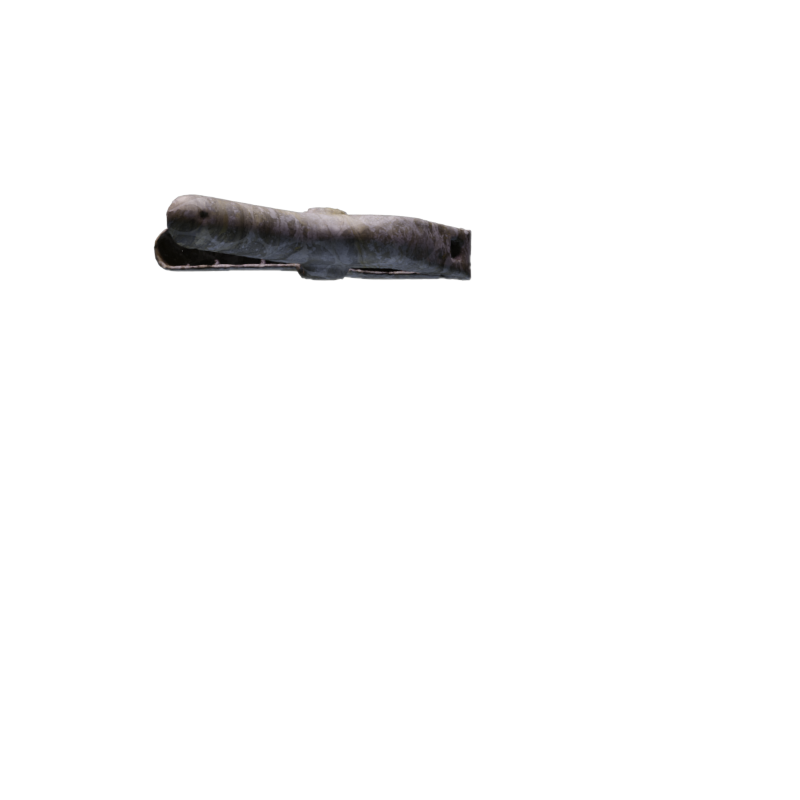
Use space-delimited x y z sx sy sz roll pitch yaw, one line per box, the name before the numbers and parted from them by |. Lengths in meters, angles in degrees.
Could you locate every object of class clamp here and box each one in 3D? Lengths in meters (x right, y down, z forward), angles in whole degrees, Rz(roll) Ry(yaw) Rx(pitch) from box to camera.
clamp | -0.044 -0.080 0.564 0.171 0.039 0.121 0 5 -4
